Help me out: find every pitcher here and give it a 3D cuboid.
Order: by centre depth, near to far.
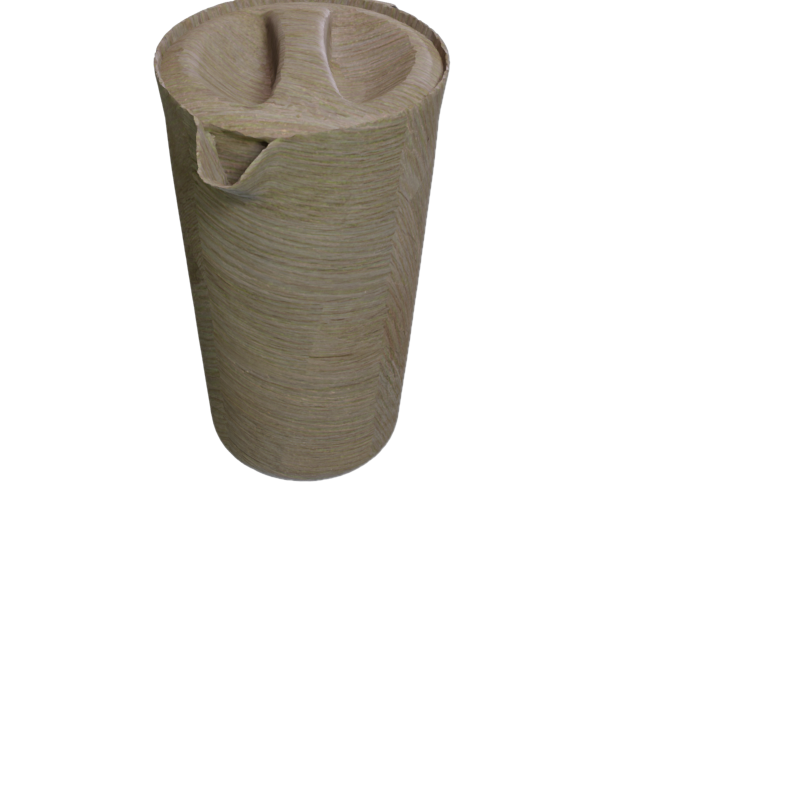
[{"bbox_3d":[-0.045,-0.082,0.576,0.147,0.227,0.157,-15,45,-19],"label":"pitcher"}]
